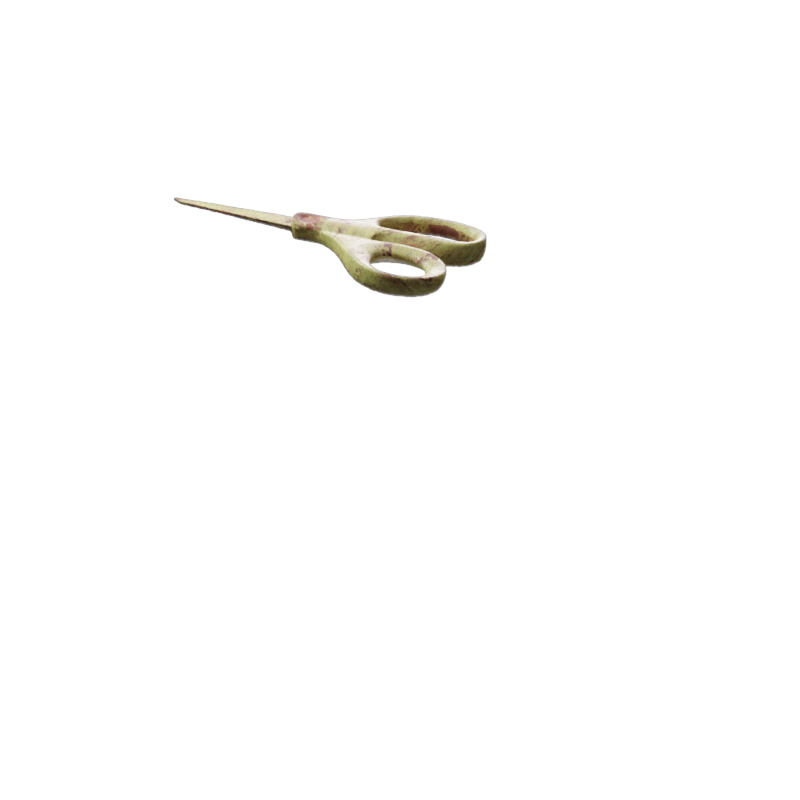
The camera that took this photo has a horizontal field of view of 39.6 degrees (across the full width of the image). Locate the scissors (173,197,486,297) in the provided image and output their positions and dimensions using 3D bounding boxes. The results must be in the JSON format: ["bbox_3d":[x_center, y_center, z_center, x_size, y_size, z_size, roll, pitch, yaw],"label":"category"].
[{"bbox_3d":[-0.052,-0.094,0.658,0.205,0.015,0.100,6,31,9],"label":"scissors"}]
